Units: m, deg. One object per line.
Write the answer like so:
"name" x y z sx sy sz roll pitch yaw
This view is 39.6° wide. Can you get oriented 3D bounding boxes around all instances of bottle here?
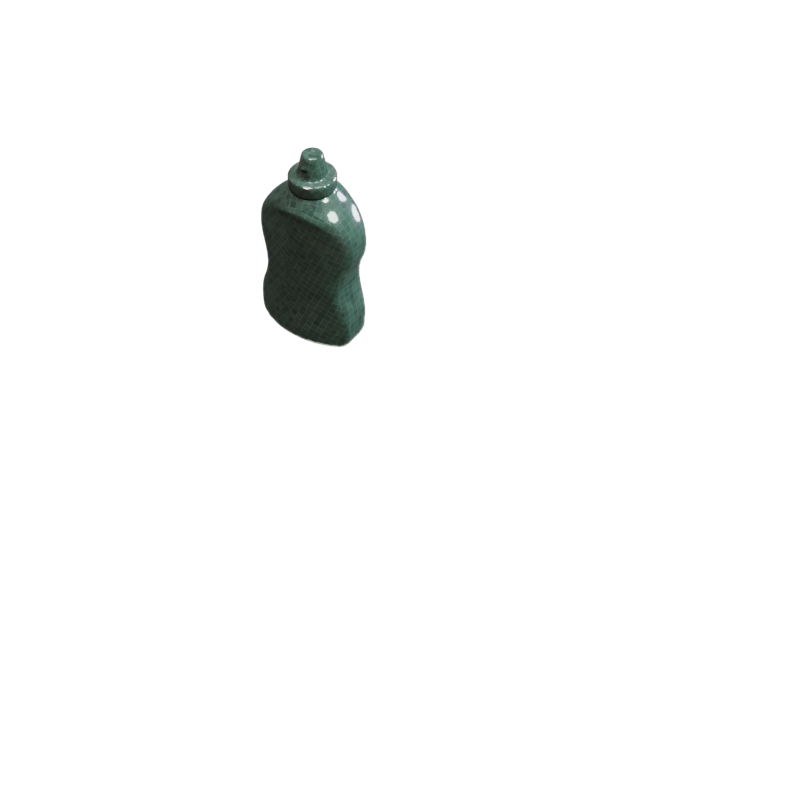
"bottle" -0.075 -0.137 0.958 0.101 0.179 0.059 29 50 23
